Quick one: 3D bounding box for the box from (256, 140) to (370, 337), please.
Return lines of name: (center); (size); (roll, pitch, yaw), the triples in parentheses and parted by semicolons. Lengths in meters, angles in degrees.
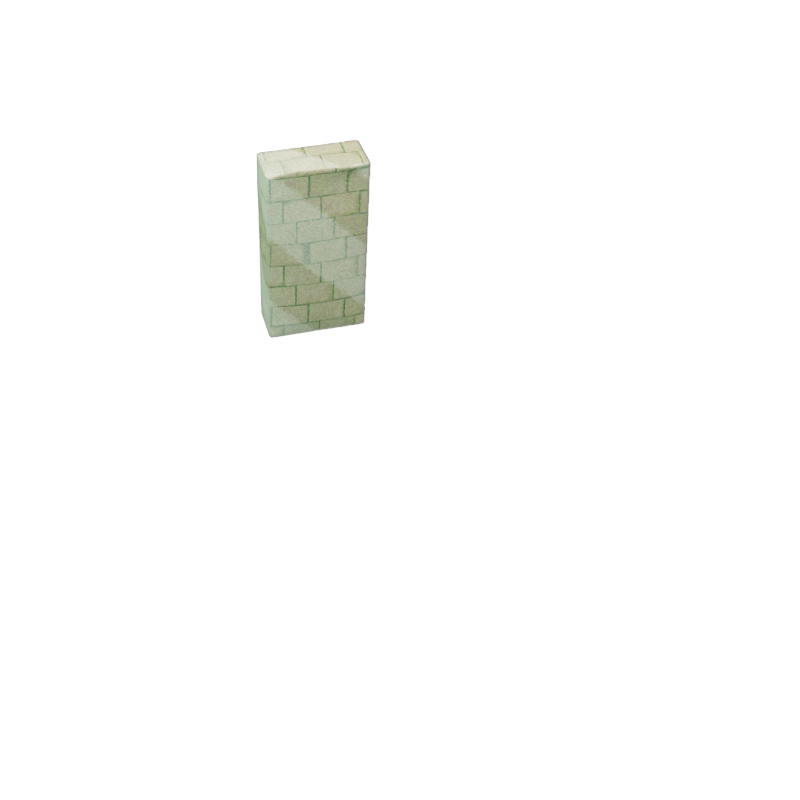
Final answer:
box: (-0.077, -0.140, 0.980); (0.092, 0.164, 0.052); (-9, 43, -13)
